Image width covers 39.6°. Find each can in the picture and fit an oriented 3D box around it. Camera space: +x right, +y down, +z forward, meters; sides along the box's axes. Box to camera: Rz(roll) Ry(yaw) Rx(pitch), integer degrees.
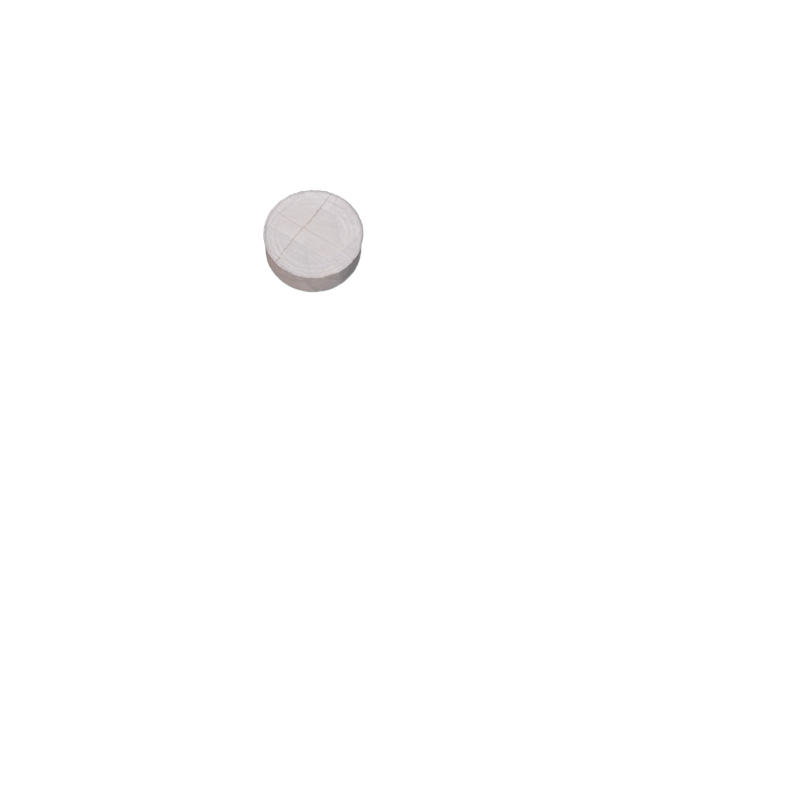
[{"bbox_3d":[-0.075,-0.137,0.963,0.086,0.091,0.032,-1,-26,-1],"label":"can"}]
